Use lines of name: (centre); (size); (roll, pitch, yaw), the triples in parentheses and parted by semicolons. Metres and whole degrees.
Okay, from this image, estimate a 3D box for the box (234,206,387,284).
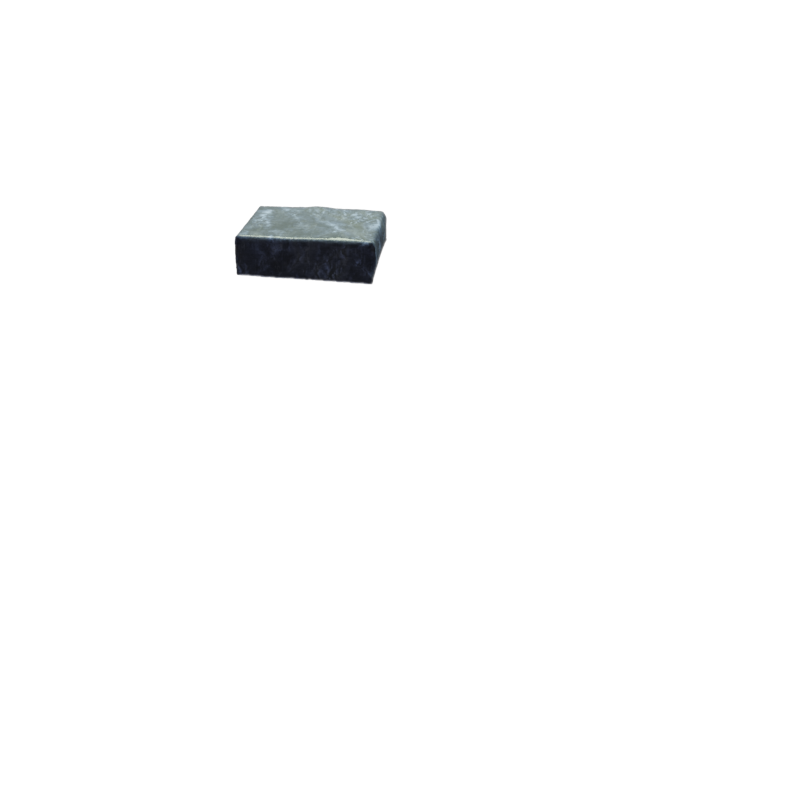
box: (-0.056, -0.103, 0.720); (0.090, 0.029, 0.076); (3, 24, 7)
